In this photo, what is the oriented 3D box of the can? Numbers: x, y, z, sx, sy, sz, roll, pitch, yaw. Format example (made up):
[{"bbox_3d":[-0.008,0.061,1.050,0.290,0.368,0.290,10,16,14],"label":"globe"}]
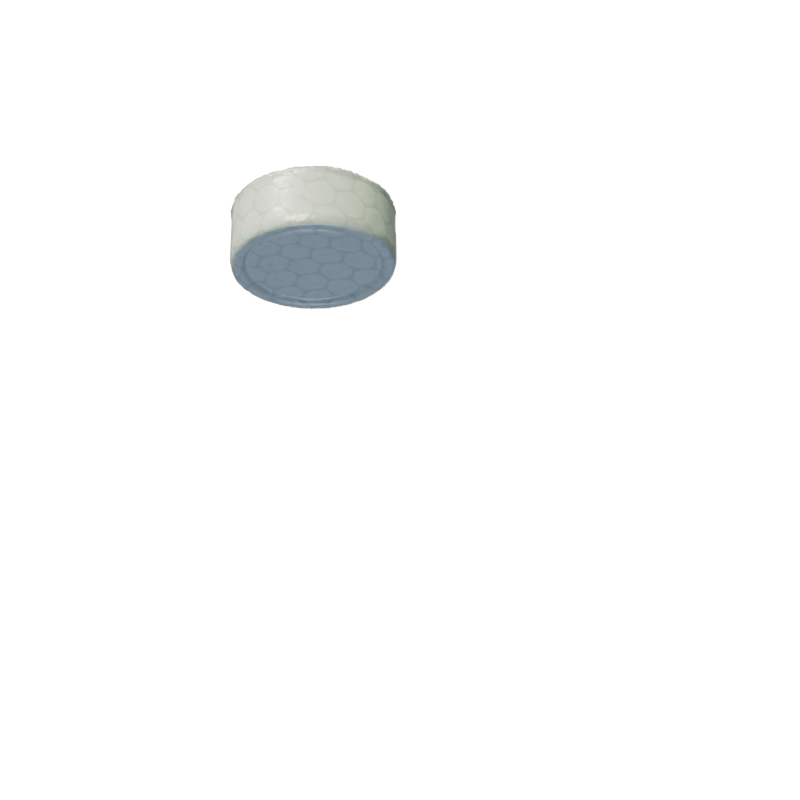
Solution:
[{"bbox_3d":[-0.044,-0.081,0.568,0.086,0.036,0.081,1,-28,-2],"label":"can"}]
